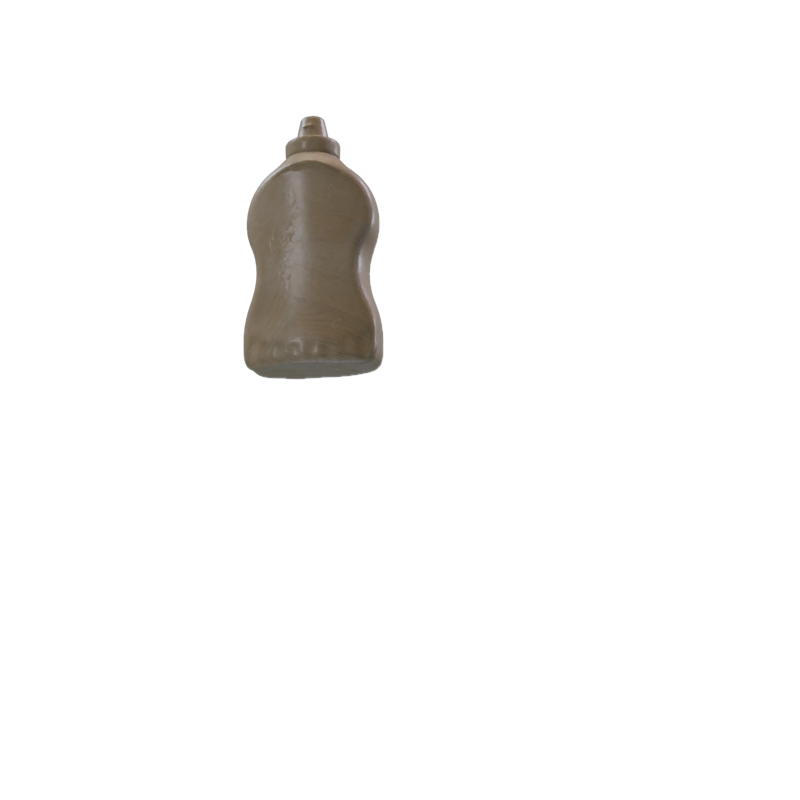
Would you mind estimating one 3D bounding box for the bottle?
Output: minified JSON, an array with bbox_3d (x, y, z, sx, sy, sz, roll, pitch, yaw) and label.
[{"bbox_3d":[-0.063,-0.115,0.802,0.097,0.200,0.055,-5,-18,14],"label":"bottle"}]
